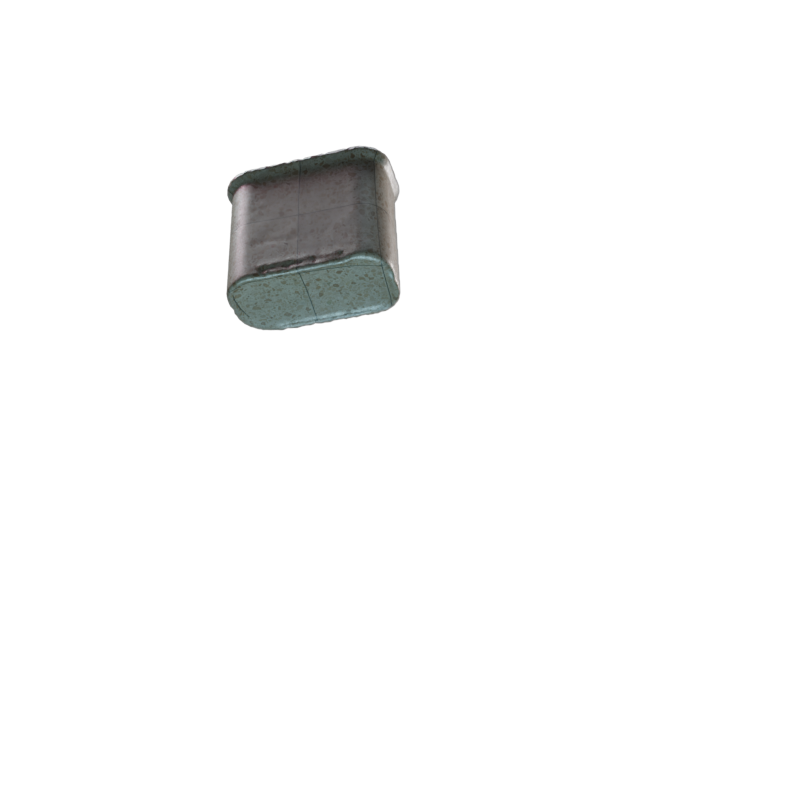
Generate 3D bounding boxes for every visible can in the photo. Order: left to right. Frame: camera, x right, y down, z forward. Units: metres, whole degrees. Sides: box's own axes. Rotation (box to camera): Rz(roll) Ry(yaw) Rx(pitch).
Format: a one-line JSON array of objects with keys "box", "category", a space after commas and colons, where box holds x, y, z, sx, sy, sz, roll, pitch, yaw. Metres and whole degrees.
[{"box": [-0.051, -0.092, 0.646, 0.103, 0.090, 0.053, -10, -38, 12], "category": "can"}]
